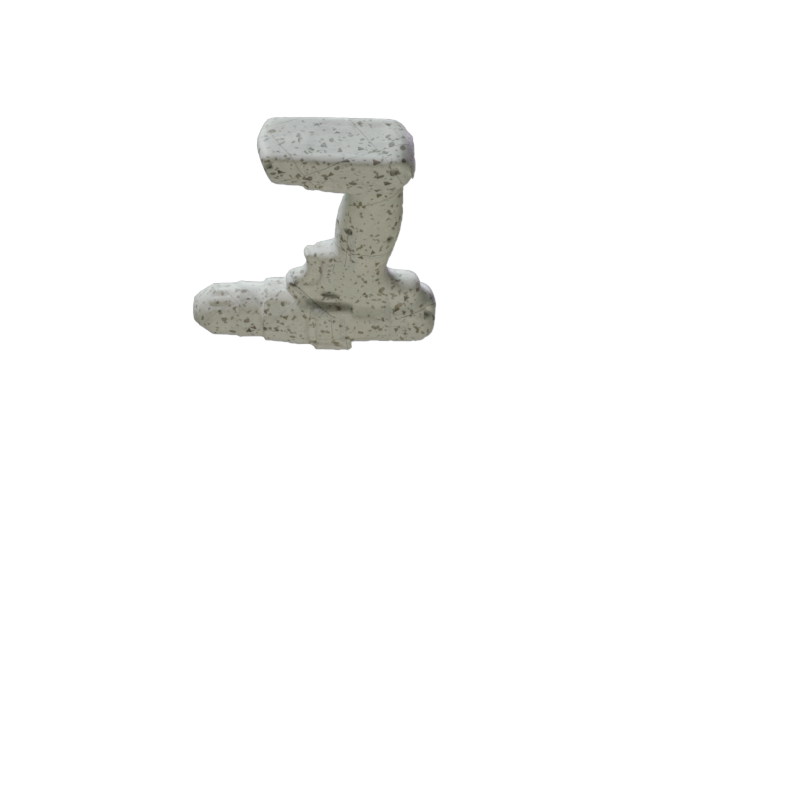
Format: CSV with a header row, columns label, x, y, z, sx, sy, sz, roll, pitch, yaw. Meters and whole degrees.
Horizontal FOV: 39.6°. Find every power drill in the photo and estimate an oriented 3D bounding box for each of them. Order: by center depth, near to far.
label,x,y,z,sx,sy,sz,roll,pitch,yaw
power drill,-0.063,-0.114,0.800,0.184,0.062,0.175,1,-44,-1
